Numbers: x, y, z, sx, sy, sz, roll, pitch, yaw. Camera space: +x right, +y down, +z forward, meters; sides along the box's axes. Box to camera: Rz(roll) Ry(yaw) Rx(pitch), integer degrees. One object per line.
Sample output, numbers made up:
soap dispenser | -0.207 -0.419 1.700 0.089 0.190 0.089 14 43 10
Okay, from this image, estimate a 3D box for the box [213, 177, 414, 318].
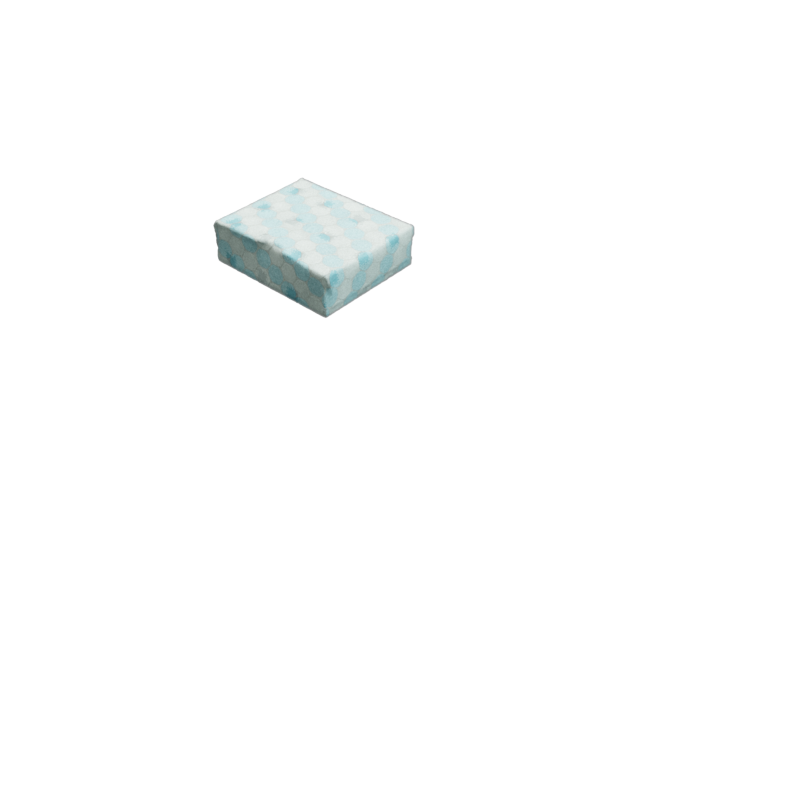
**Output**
box | -0.049 -0.089 0.626 0.095 0.028 0.073 28 45 32
